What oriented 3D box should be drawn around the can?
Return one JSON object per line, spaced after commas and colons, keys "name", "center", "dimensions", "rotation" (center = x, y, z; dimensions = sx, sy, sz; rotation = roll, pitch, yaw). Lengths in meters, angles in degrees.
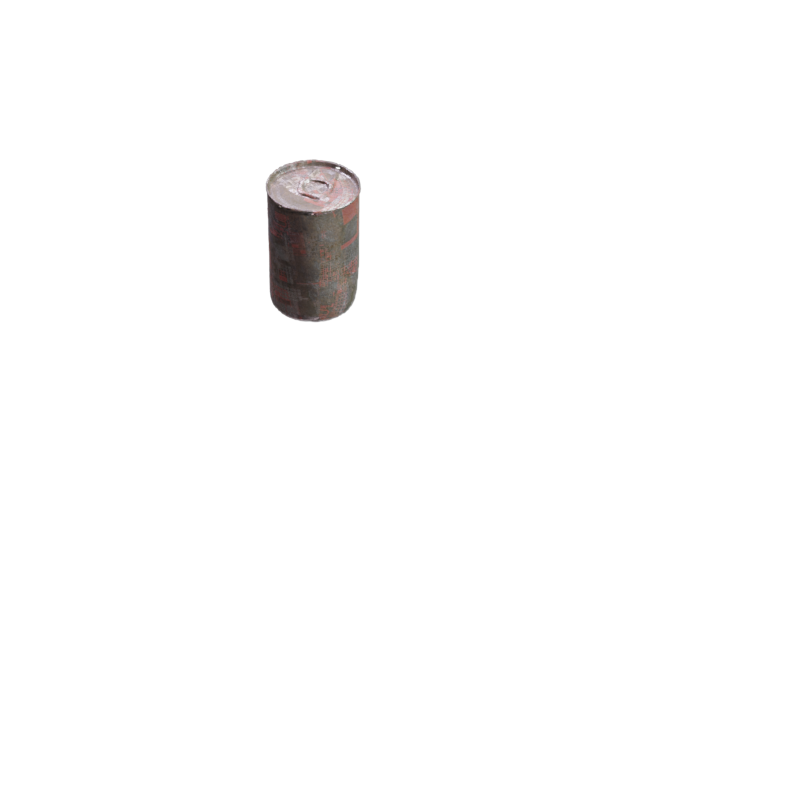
{"name": "can", "center": [-0.064, -0.117, 0.819], "dimensions": [0.068, 0.095, 0.073], "rotation": [0, 40, -3]}
